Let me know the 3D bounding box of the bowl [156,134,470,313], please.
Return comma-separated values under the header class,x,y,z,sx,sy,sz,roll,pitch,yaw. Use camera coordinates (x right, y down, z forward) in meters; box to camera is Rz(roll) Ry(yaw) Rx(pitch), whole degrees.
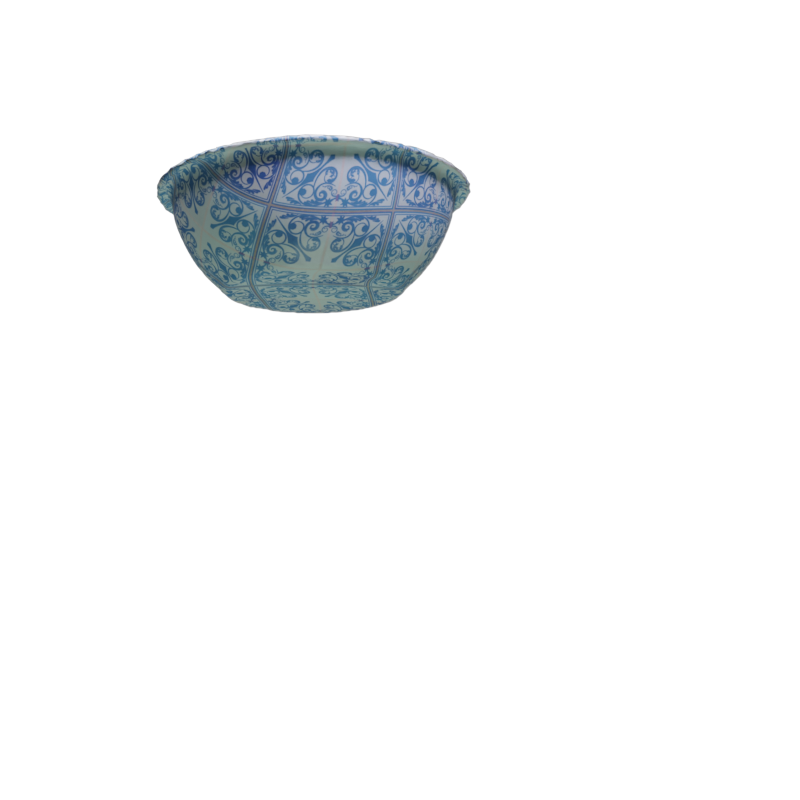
class,x,y,z,sx,sy,sz,roll,pitch,yaw
bowl,-0.045,-0.081,0.570,0.162,0.057,0.157,0,-10,-2
